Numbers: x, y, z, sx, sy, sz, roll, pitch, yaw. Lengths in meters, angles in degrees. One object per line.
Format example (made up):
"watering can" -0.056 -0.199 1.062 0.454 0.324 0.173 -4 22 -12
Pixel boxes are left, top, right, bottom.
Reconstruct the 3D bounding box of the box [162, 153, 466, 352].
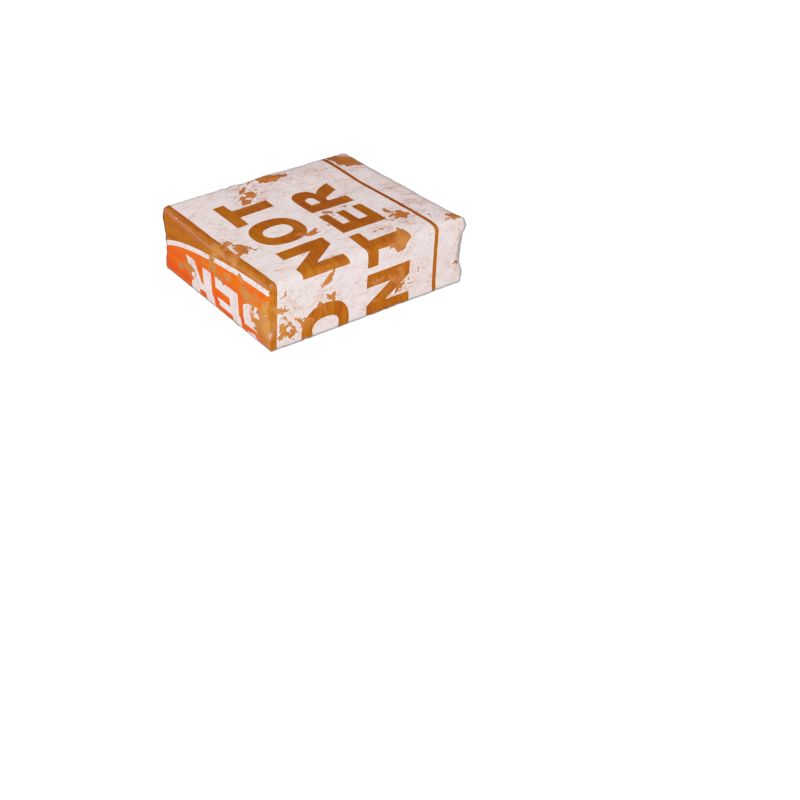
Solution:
"box" -0.032 -0.059 0.413 0.088 0.028 0.079 -23 40 -30
